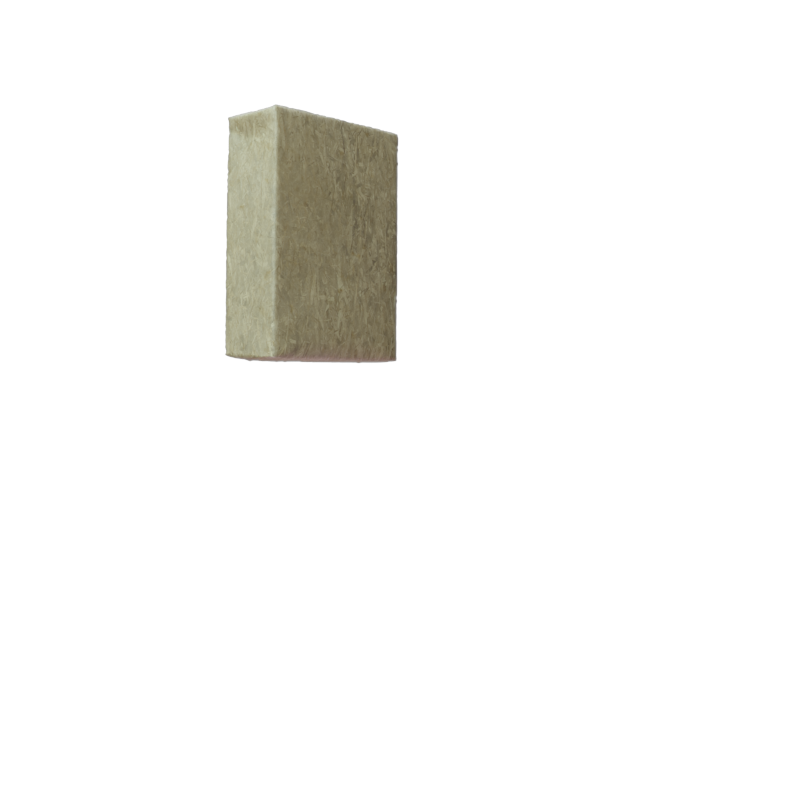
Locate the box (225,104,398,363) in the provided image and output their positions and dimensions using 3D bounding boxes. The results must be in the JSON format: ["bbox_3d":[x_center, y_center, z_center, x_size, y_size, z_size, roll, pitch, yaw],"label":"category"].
[{"bbox_3d":[-0.078,-0.141,0.990,0.074,0.217,0.157,-6,-7,41],"label":"box"}]
